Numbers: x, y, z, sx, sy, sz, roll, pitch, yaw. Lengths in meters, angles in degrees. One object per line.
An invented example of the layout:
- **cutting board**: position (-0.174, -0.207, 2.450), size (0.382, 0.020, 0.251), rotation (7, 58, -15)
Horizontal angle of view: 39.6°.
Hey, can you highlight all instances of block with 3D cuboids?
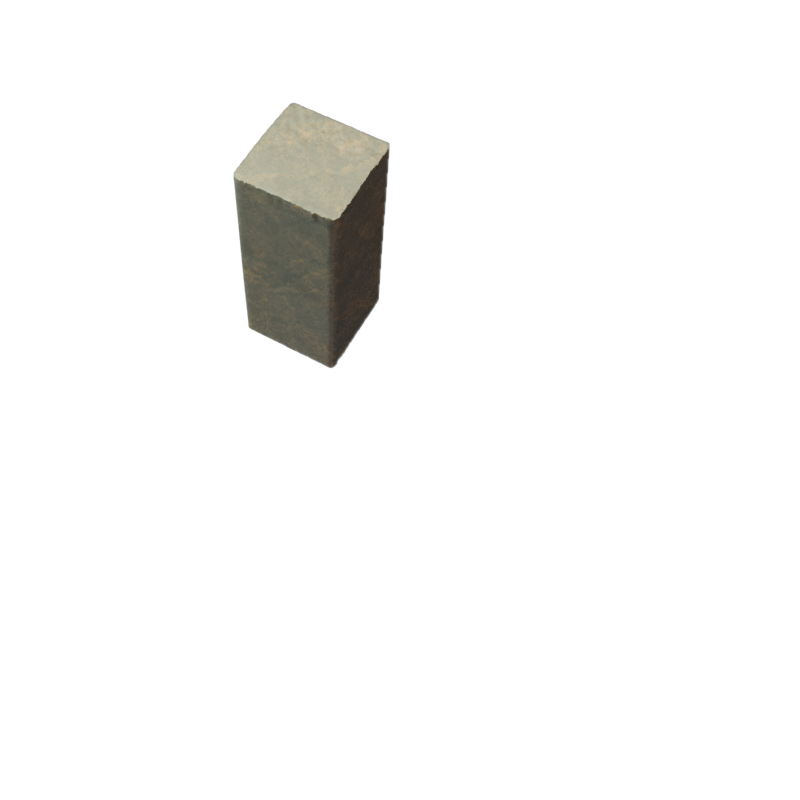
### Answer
- **block**: position (-0.071, -0.129, 0.905), size (0.094, 0.093, 0.193), rotation (26, -30, 12)
